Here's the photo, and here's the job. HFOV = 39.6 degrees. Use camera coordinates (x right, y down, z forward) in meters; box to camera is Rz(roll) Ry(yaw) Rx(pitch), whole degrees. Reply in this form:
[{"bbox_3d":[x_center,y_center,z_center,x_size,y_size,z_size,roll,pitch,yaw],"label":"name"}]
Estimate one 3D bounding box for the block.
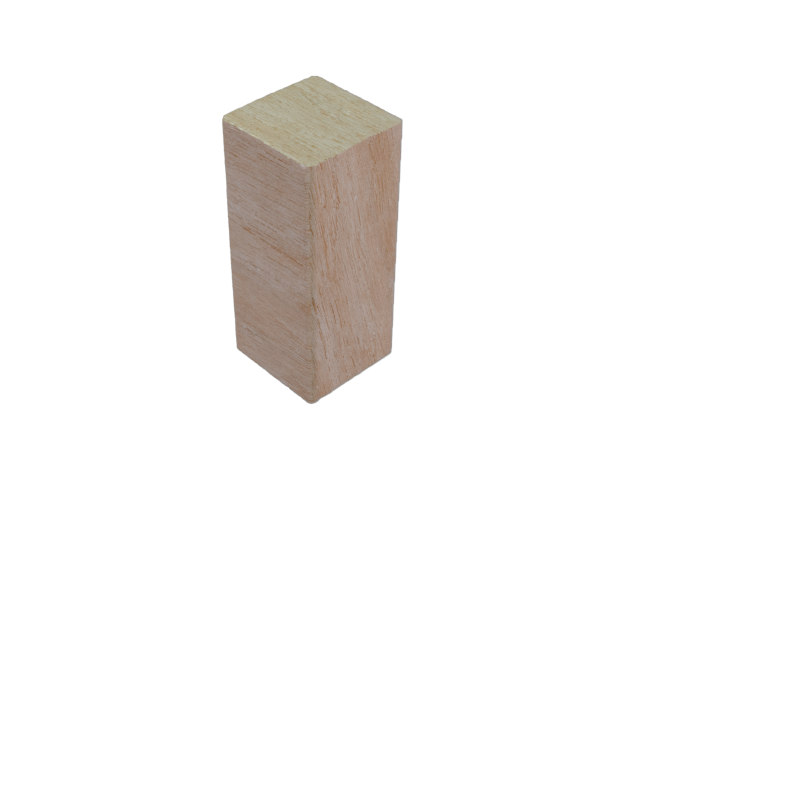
[{"bbox_3d":[-0.063,-0.114,0.797,0.090,0.192,0.097,-31,51,-34],"label":"block"}]
